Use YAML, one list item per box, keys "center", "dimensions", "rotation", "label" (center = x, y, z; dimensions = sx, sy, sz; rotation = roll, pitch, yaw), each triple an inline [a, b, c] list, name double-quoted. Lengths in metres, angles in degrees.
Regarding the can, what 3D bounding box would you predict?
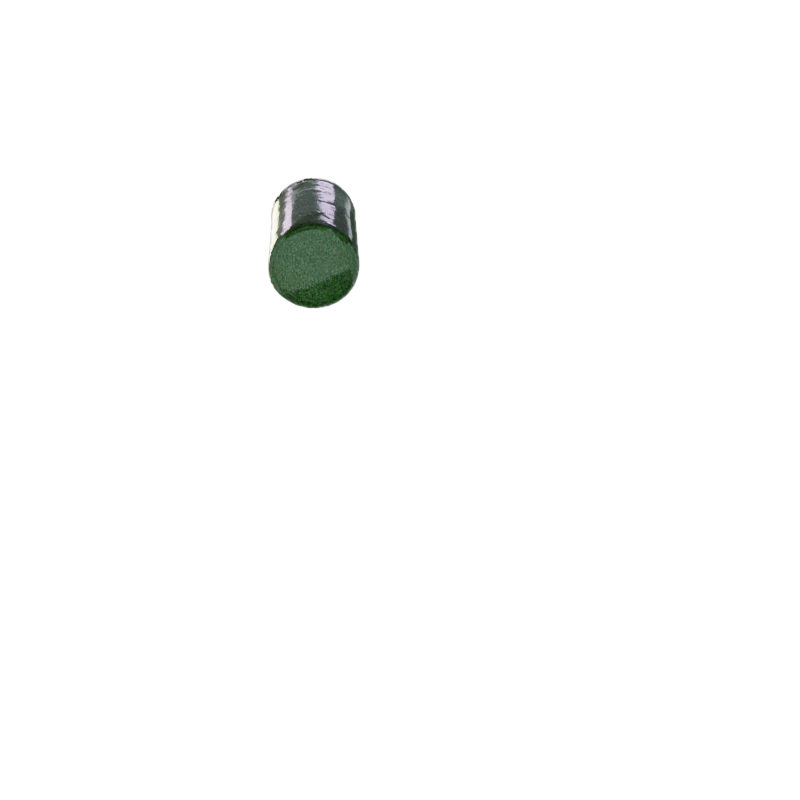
- center: [-0.066, -0.120, 0.841]
  dimensions: [0.068, 0.065, 0.108]
  rotation: [0, 27, -3]
  label: "can"
